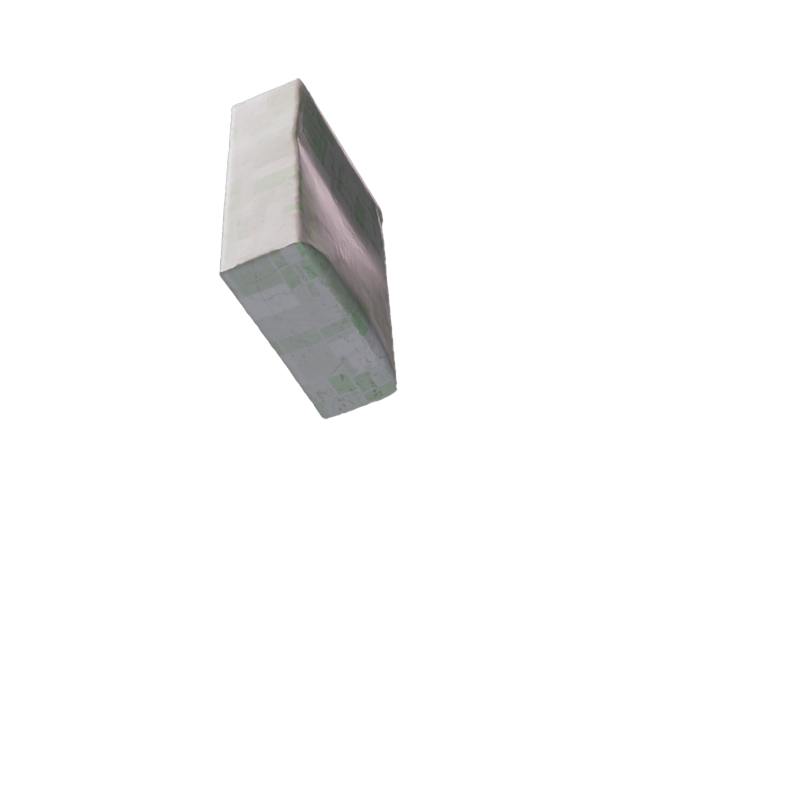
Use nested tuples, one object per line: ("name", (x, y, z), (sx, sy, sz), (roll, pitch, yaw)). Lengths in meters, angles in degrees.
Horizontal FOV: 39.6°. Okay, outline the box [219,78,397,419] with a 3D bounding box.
("box", (-0.067, -0.121, 0.851), (0.072, 0.230, 0.152), (-21, -49, 15))
